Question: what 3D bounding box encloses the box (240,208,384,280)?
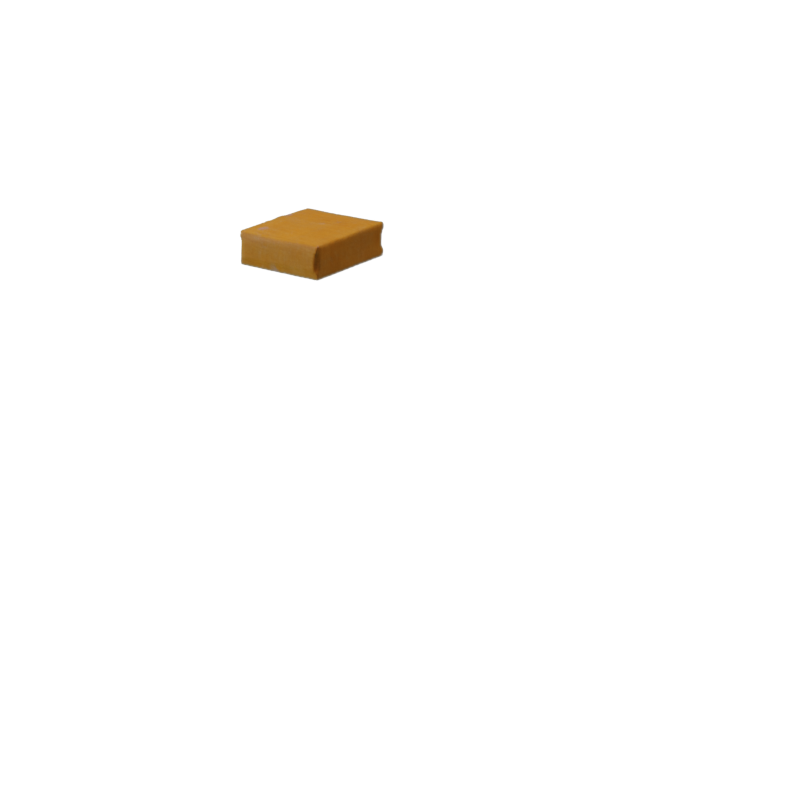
[{"bbox_3d":[-0.066,-0.120,0.842,0.077,0.029,0.089,15,27,32],"label":"box"}]
